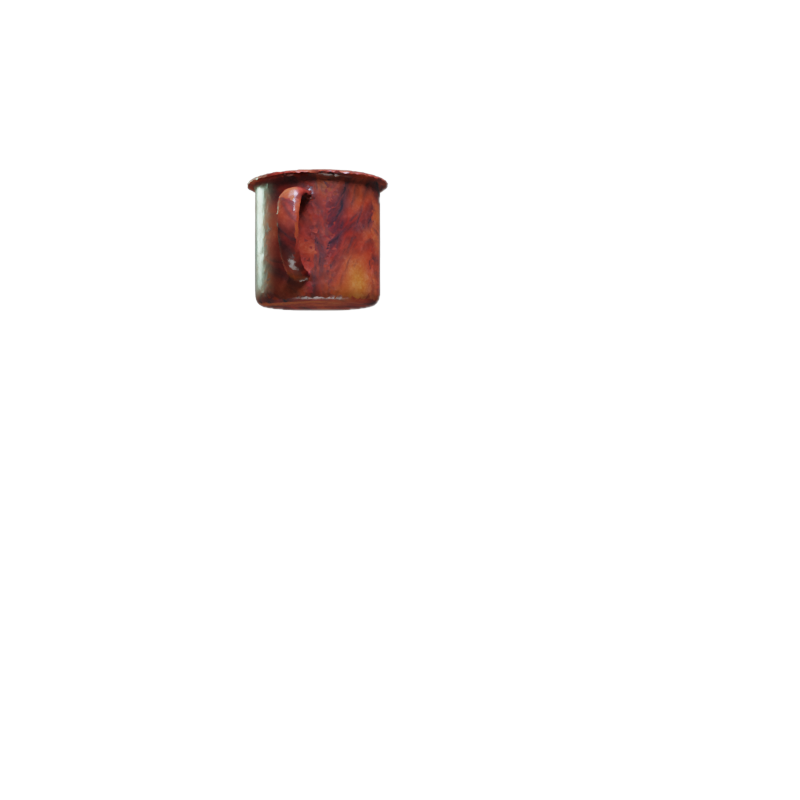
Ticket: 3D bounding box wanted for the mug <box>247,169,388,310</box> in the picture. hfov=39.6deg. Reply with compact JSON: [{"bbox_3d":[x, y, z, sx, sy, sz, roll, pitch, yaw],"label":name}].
[{"bbox_3d":[-0.056,-0.102,0.715,0.094,0.083,0.114,-1,-4,10],"label":"mug"}]
